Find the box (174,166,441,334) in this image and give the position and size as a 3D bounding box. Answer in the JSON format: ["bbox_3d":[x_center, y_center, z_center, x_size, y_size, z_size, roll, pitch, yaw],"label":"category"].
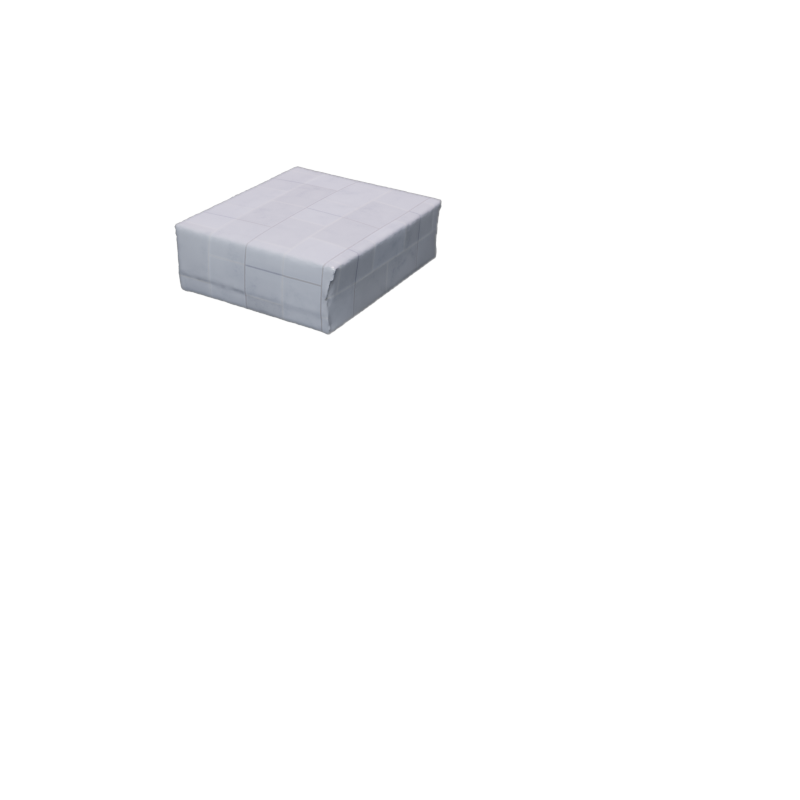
[{"bbox_3d":[-0.044,-0.079,0.555,0.094,0.037,0.115,15,33,25],"label":"box"}]
